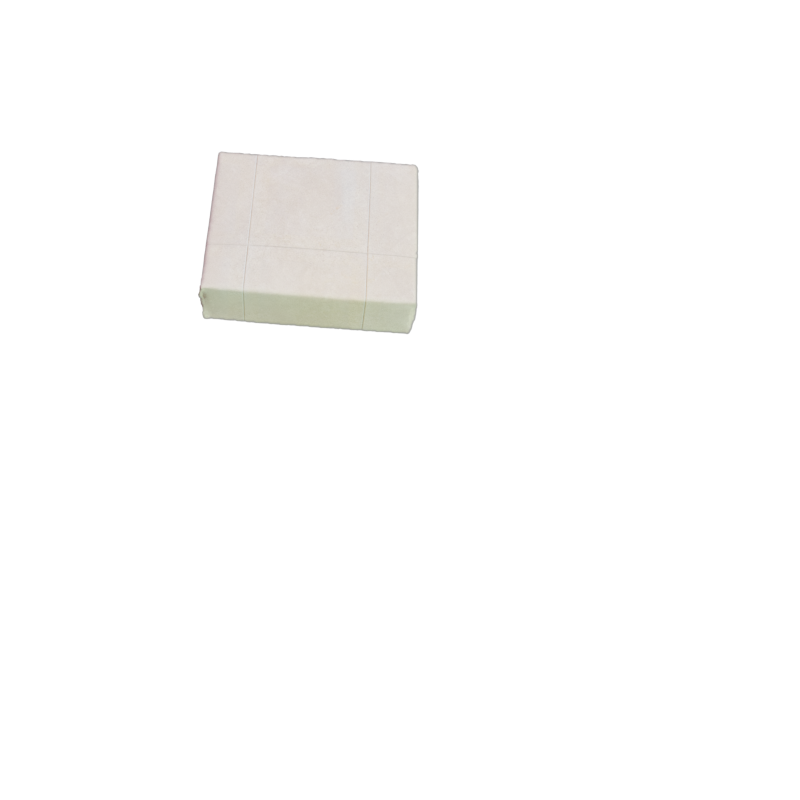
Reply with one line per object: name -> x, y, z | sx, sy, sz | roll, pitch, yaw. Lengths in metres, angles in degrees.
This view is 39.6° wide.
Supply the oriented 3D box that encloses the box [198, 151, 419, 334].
box -> -0.046, -0.085, 0.594 | 0.114, 0.096, 0.036 | 2, -33, 1
